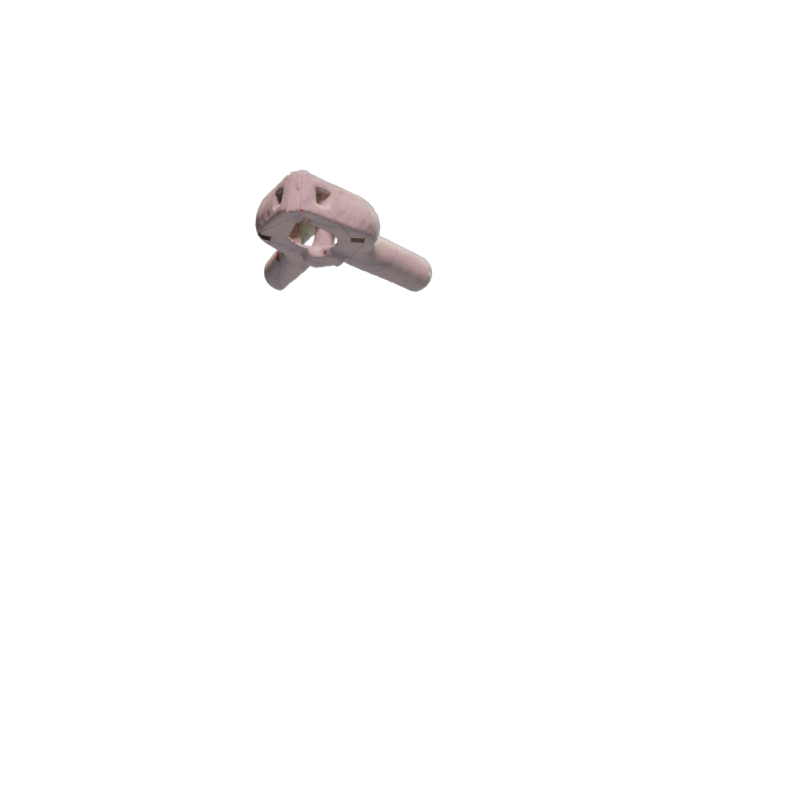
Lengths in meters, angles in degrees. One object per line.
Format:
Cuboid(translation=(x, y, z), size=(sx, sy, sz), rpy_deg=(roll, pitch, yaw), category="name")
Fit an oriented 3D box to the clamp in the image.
Cuboid(translation=(-0.058, -0.105, 0.736), size=(0.122, 0.041, 0.160), rpy_deg=(-6, -19, 18), category="clamp")
